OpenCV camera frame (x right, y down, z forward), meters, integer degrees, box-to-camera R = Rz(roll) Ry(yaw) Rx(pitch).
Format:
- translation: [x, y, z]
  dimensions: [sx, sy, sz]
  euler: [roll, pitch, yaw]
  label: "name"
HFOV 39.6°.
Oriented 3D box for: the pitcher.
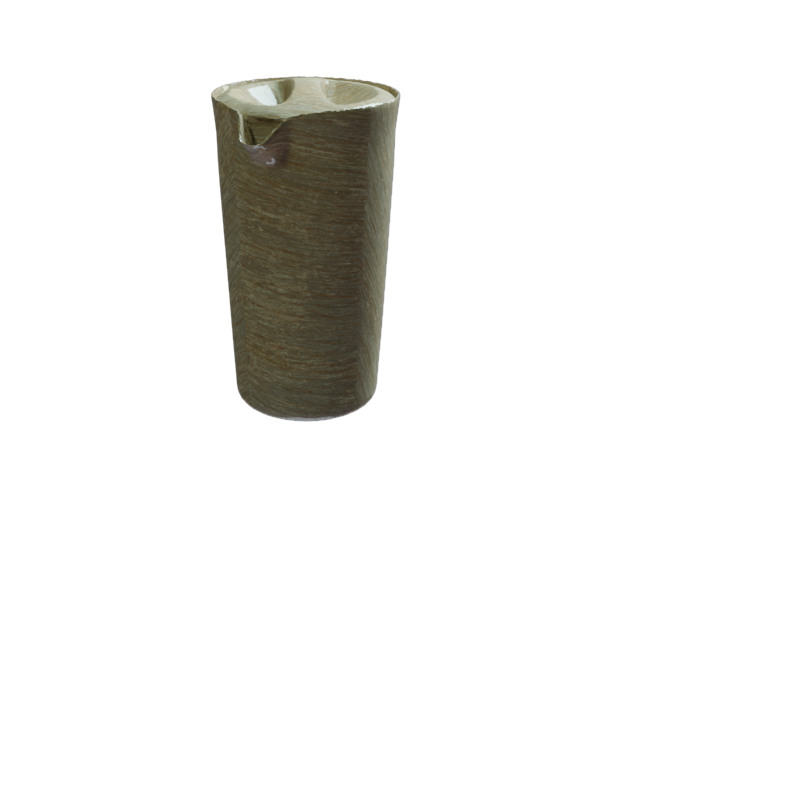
- translation: [-0.065, -0.118, 0.826]
  dimensions: [0.146, 0.232, 0.155]
  euler: [-8, 23, -22]
  label: "pitcher"
